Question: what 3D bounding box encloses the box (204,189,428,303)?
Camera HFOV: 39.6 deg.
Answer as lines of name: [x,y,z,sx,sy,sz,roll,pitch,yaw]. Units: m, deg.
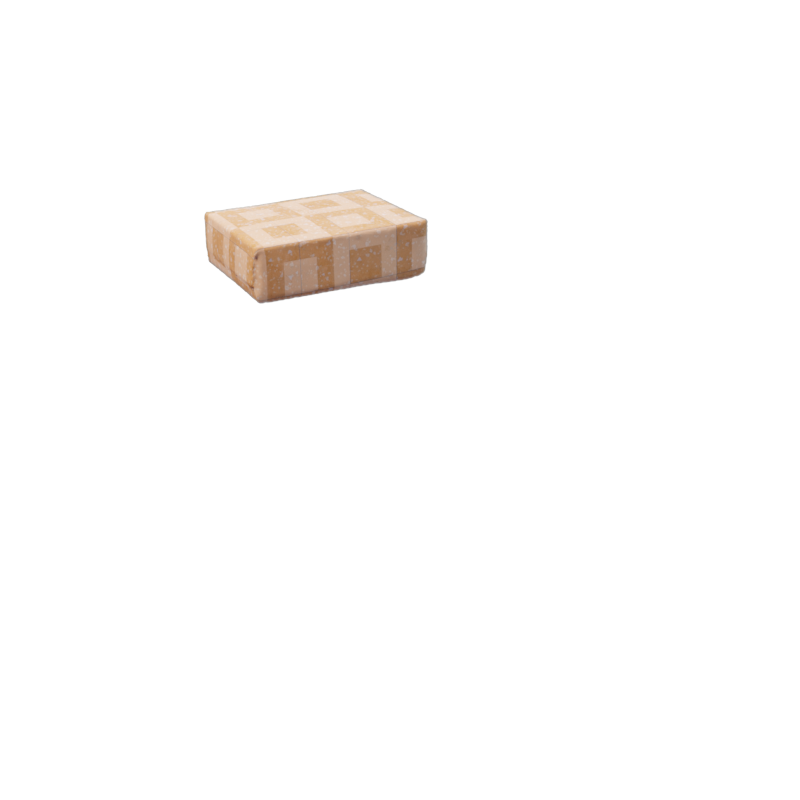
box: [-0.053,-0.097,0.676,0.111,0.037,0.096,-11,26,-24]
